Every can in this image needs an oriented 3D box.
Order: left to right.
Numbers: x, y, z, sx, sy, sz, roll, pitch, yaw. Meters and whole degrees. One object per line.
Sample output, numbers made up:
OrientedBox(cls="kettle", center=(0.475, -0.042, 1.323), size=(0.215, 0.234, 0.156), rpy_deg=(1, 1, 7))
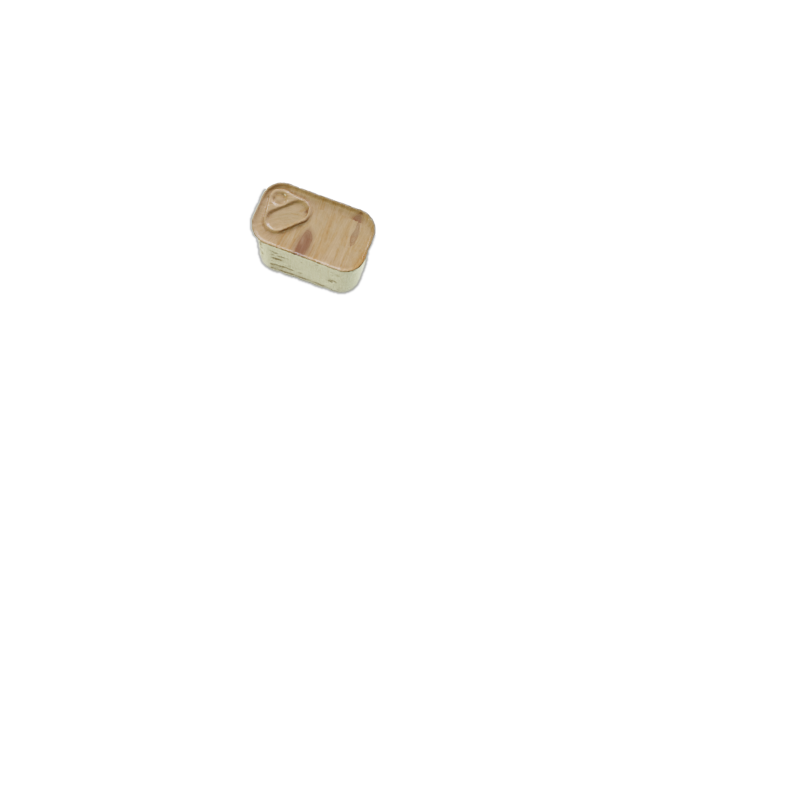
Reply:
OrientedBox(cls="can", center=(-0.076, -0.138, 0.965), size=(0.103, 0.059, 0.081), rpy_deg=(21, -13, 4))
